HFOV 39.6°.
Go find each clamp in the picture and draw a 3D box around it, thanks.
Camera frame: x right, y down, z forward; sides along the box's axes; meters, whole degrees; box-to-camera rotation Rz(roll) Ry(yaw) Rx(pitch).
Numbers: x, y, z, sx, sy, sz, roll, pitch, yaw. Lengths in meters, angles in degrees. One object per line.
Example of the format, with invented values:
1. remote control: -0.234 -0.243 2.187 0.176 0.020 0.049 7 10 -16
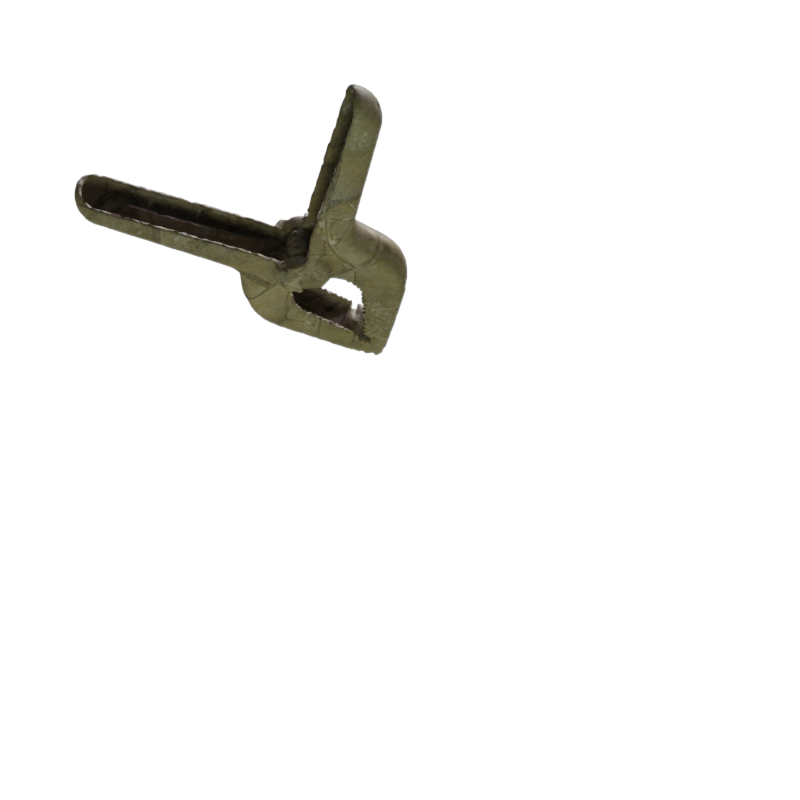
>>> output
1. clamp: -0.047 -0.085 0.597 0.166 0.039 0.194 -16 -33 26
